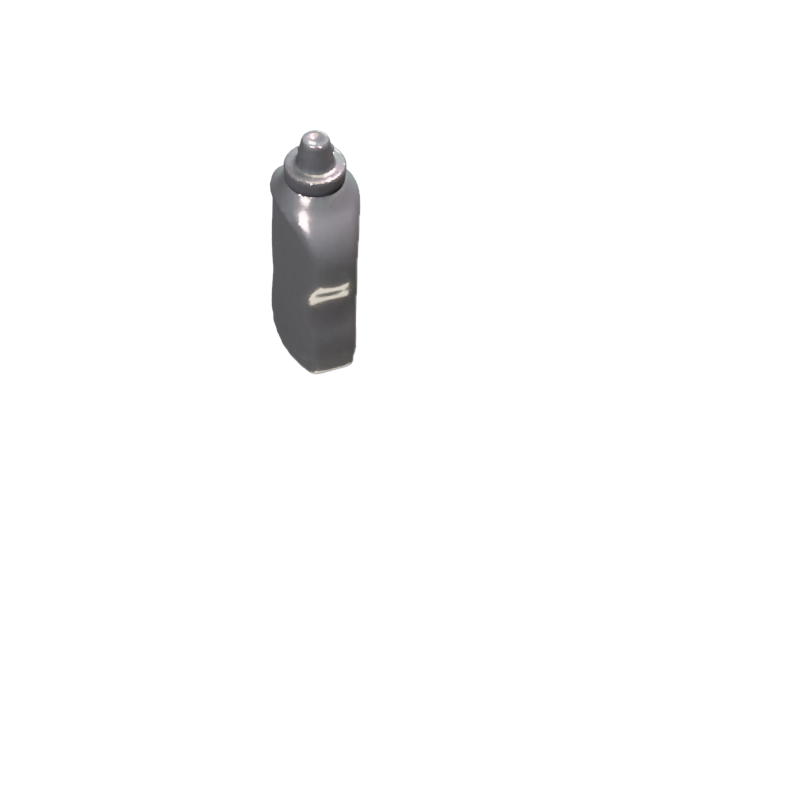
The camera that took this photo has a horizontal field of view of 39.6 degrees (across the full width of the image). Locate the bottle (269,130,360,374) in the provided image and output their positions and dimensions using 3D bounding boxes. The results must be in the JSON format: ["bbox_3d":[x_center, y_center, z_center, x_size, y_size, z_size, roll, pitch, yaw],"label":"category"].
[{"bbox_3d":[-0.060,-0.110,0.771,0.058,0.104,0.179,-12,-37,-13],"label":"bottle"}]
